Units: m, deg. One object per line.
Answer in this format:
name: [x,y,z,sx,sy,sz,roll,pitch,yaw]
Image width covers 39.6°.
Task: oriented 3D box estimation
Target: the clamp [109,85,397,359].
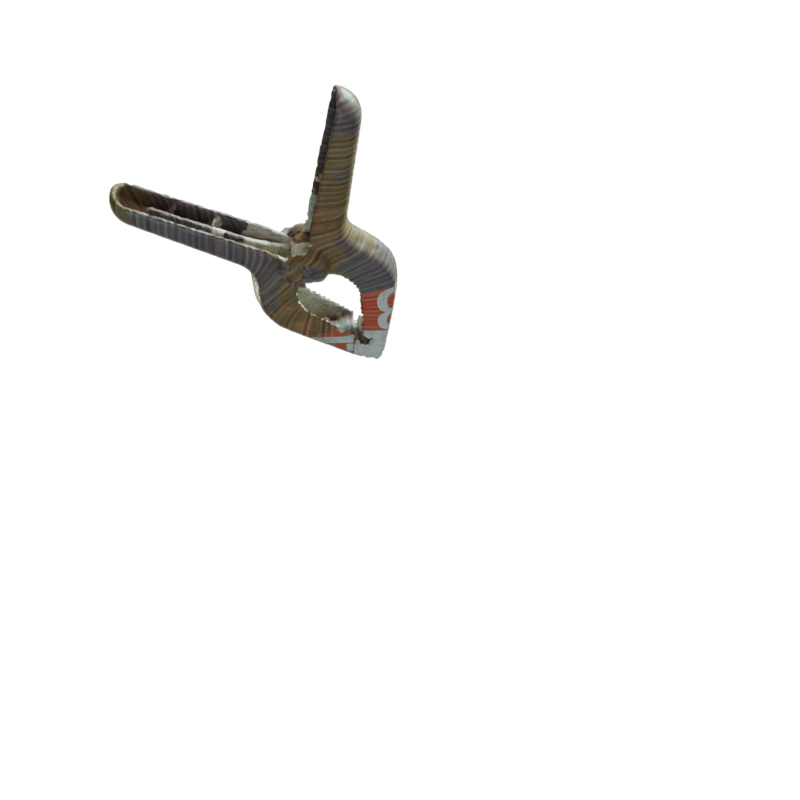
clamp: [-0.054,-0.099,0.693,0.165,0.039,0.195,-24,-47,25]
